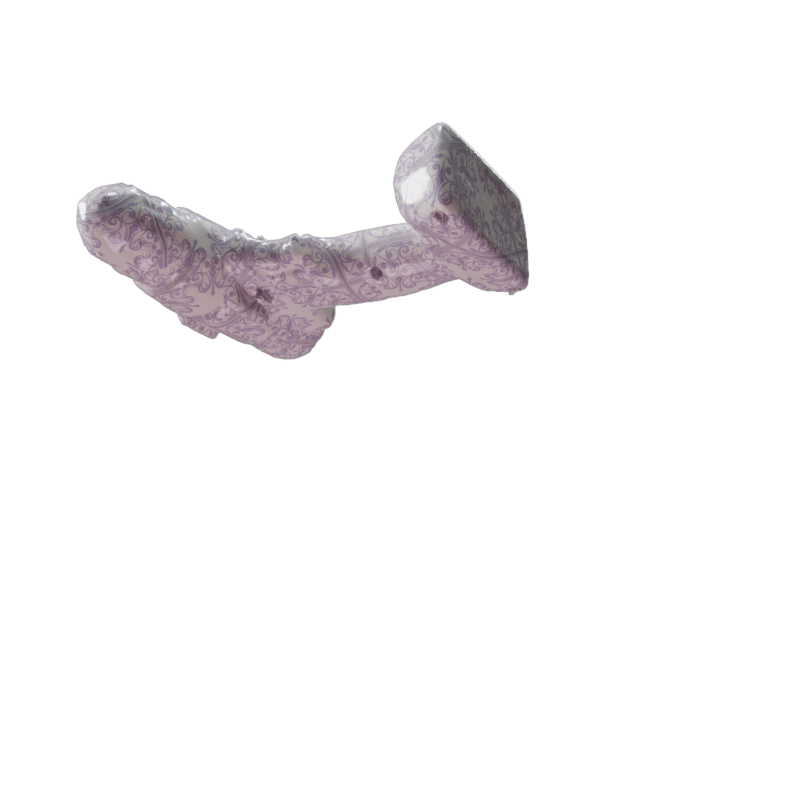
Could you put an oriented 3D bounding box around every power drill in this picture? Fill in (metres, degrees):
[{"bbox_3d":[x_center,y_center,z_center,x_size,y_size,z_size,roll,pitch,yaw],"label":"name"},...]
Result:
[{"bbox_3d":[-0.044,-0.080,0.563,0.191,0.060,0.172,-11,-21,29],"label":"power drill"}]
